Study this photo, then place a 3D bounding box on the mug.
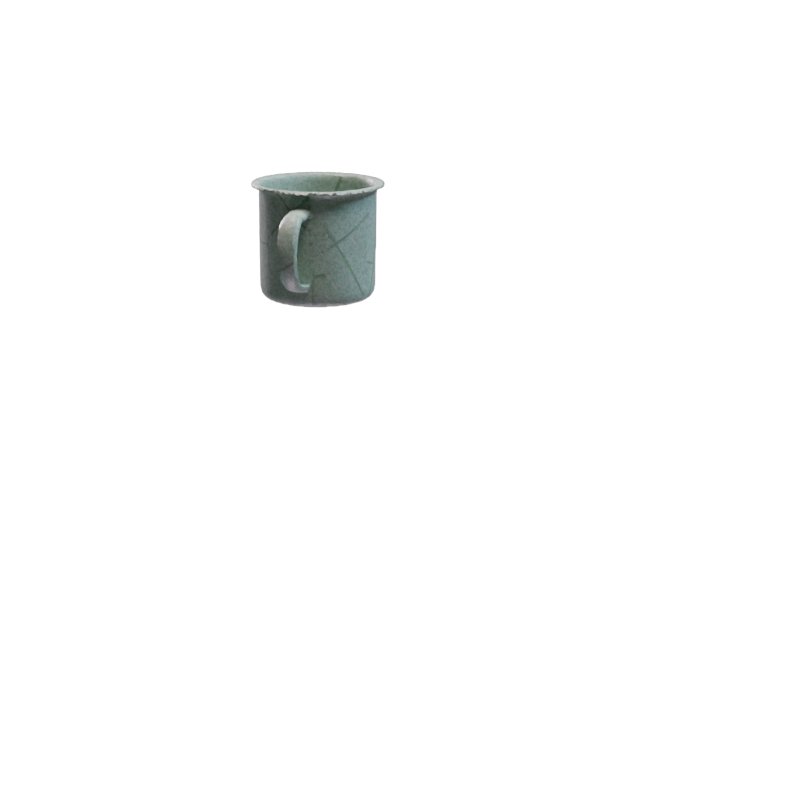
[{"bbox_3d":[-0.060,-0.110,0.769,0.095,0.079,0.119,4,18,11],"label":"mug"}]
